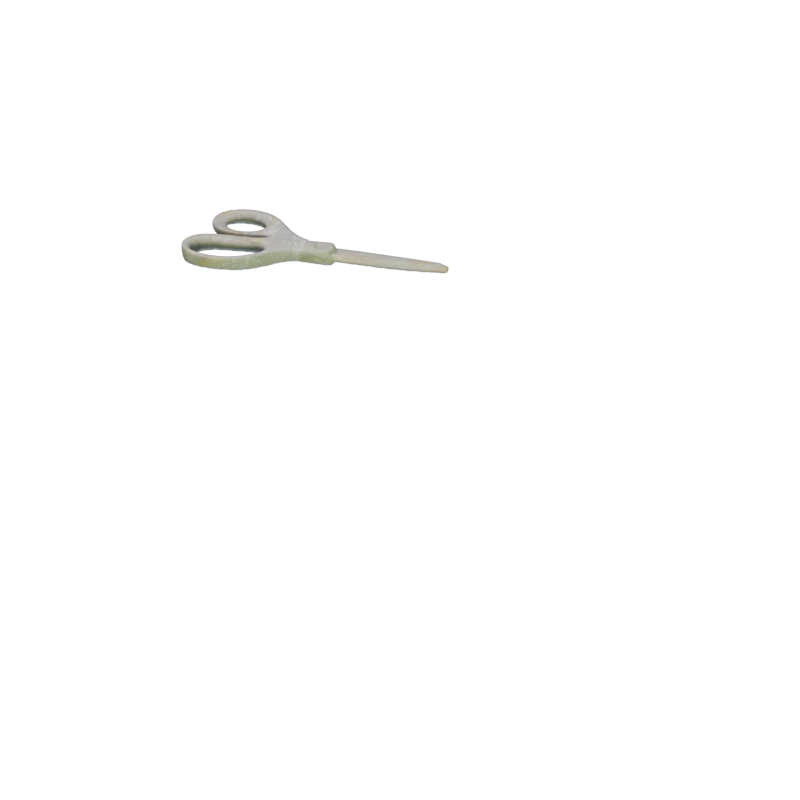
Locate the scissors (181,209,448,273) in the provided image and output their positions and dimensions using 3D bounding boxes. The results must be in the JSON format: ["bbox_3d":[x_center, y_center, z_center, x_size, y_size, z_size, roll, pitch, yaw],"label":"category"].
[{"bbox_3d":[-0.068,-0.123,0.863,0.202,0.015,0.102,0,33,0],"label":"scissors"}]
